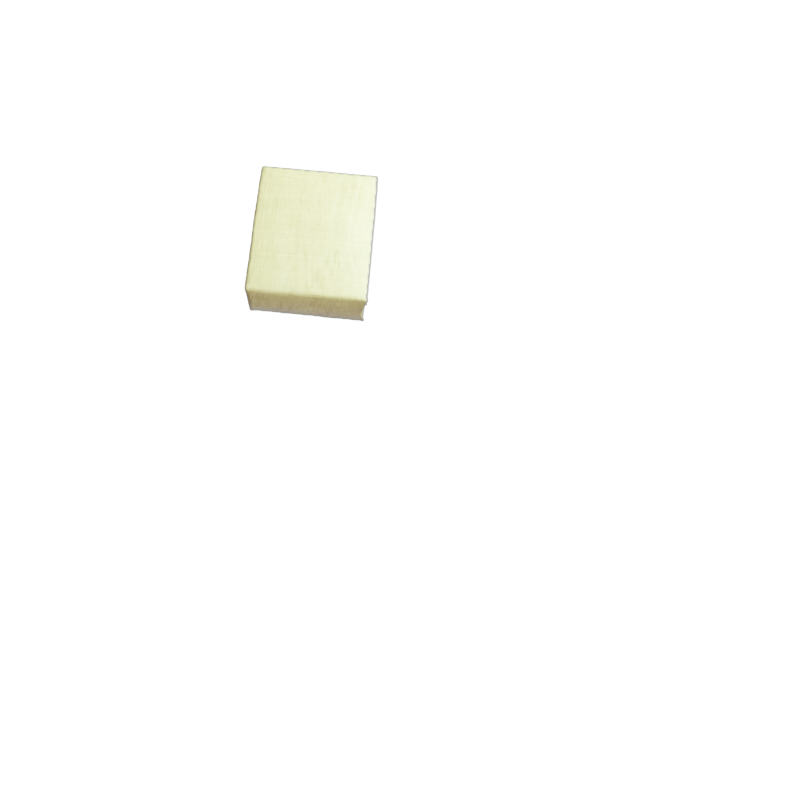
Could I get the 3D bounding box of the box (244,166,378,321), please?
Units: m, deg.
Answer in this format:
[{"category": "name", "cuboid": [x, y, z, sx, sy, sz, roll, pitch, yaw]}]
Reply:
[{"category": "box", "cuboid": [-0.065, -0.119, 0.832, 0.090, 0.120, 0.037, 4, -27, 1]}]
